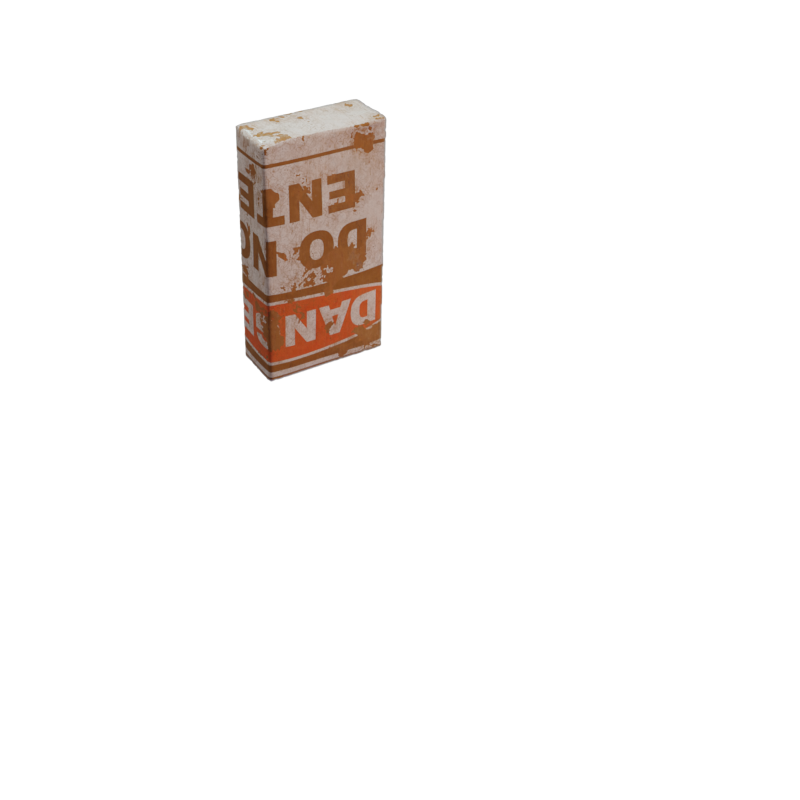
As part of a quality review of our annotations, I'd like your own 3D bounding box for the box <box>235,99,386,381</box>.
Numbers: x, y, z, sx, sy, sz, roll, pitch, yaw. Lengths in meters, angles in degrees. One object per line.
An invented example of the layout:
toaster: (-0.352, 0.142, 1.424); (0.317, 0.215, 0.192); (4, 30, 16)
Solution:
box: (-0.058, -0.106, 0.743); (0.092, 0.165, 0.052); (-18, 38, -27)
